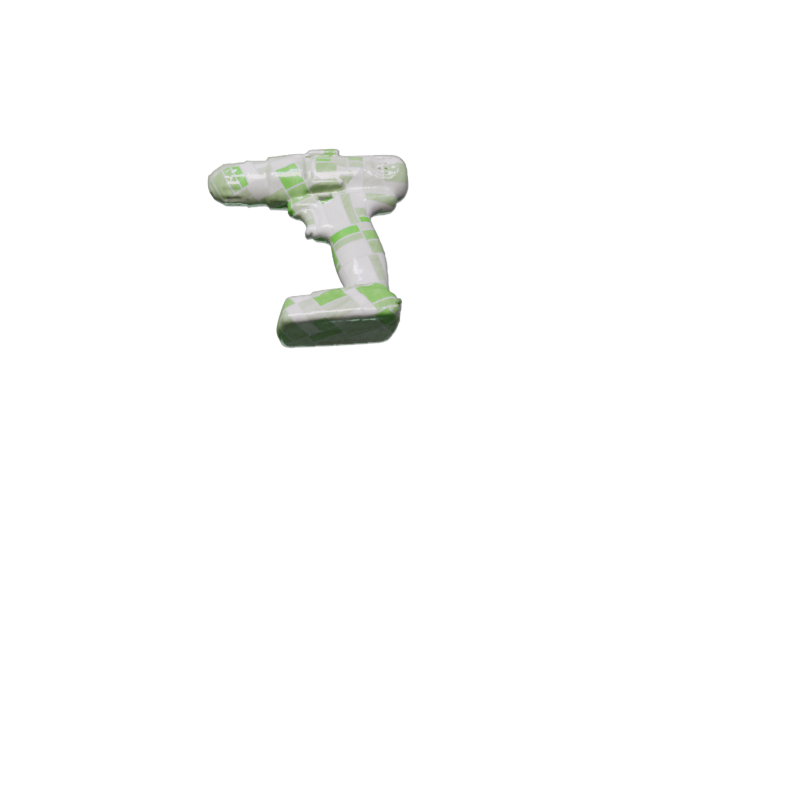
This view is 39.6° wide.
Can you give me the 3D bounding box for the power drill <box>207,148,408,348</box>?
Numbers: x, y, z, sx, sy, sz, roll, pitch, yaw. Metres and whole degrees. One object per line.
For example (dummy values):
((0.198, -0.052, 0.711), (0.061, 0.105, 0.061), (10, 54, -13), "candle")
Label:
((-0.077, -0.140, 0.983), (0.184, 0.200, 0.054), (-4, -30, -3), "power drill")
